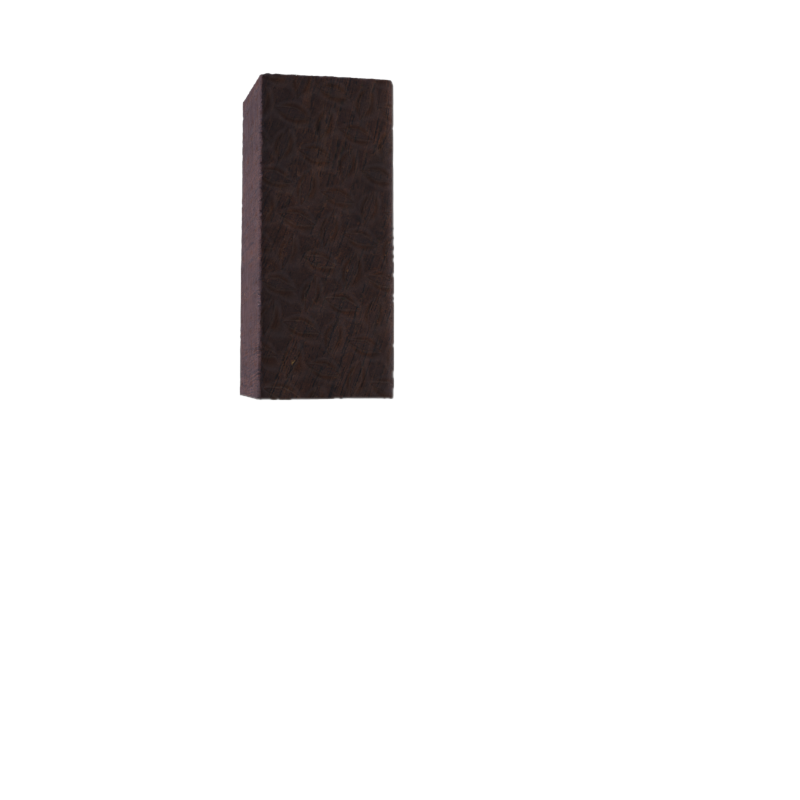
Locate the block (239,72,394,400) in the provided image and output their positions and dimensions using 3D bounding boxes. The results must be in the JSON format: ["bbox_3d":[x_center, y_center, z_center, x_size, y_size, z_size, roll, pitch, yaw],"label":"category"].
[{"bbox_3d":[-0.057,-0.106,0.742,0.088,0.209,0.091,1,-5,-14],"label":"block"}]
